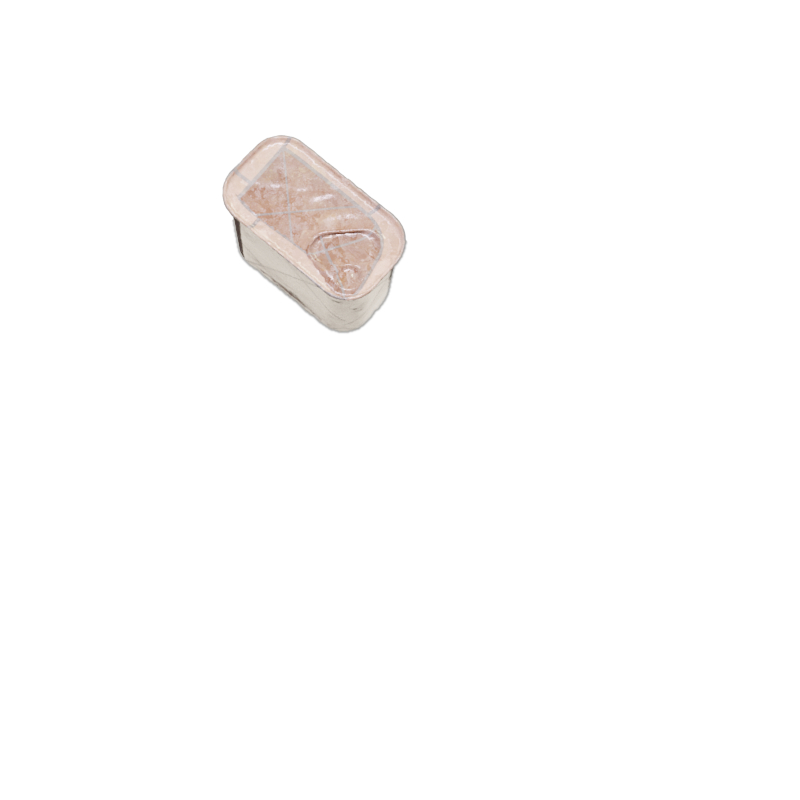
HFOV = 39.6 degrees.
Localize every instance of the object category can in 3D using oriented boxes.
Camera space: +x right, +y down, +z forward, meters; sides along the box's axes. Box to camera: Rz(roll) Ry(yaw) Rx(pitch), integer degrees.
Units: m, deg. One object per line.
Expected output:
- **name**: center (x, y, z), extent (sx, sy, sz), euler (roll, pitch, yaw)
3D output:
- **can**: center (-0.049, -0.090, 0.632), extent (0.105, 0.058, 0.080), euler (40, -13, 10)
